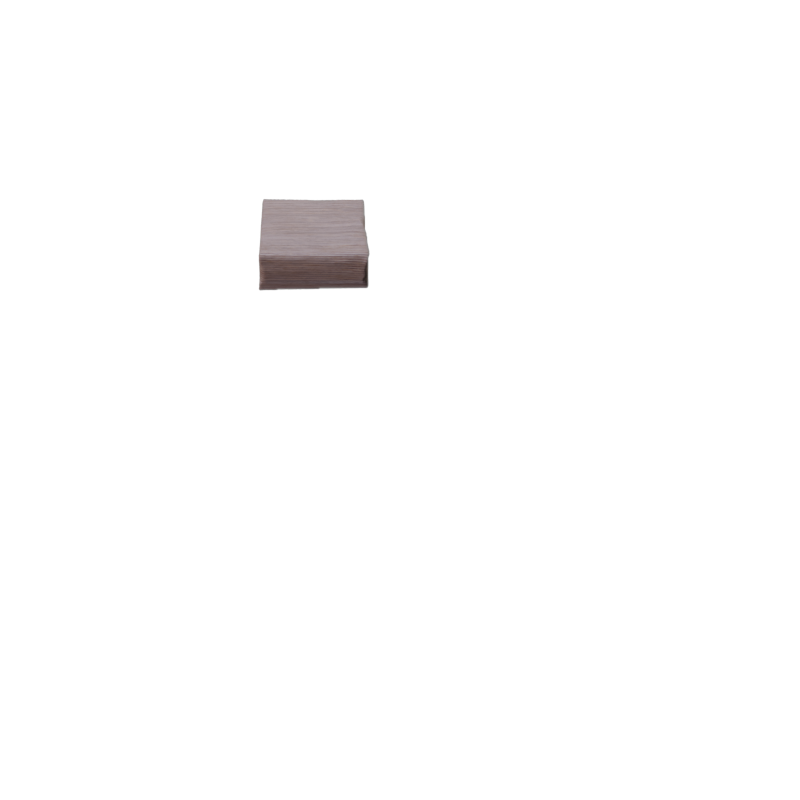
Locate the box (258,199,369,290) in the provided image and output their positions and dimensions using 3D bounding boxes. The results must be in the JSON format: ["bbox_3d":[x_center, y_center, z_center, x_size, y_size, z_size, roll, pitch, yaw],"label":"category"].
[{"bbox_3d":[-0.059,-0.108,0.760,0.073,0.028,0.095,-1,32,-2],"label":"box"}]
